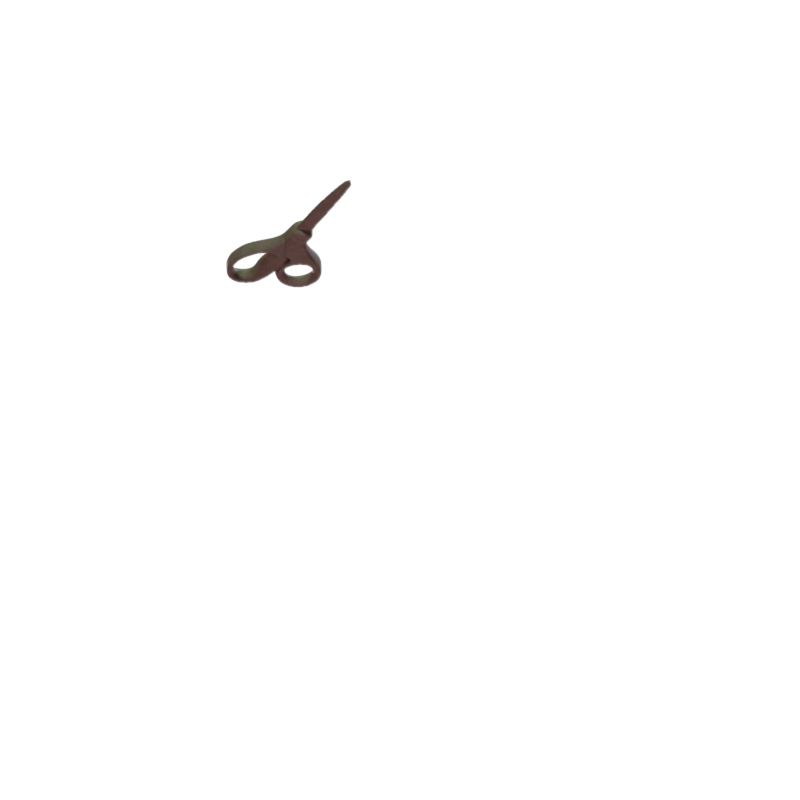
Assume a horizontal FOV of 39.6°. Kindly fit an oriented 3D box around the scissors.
[{"bbox_3d":[-0.077,-0.140,0.981,0.091,0.017,0.203,17,-26,-39],"label":"scissors"}]
